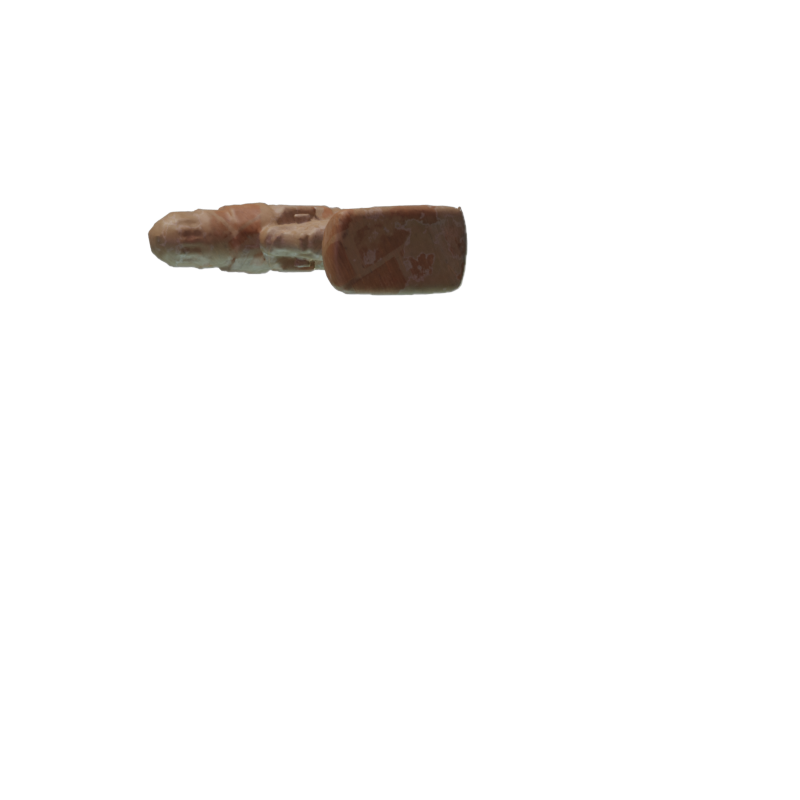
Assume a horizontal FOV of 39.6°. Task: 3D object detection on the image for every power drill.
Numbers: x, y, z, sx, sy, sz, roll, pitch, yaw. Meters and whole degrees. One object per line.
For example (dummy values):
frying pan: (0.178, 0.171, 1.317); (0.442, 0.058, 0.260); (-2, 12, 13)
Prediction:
power drill: (-0.060, -0.109, 0.760); (0.179, 0.056, 0.197); (-7, 14, -30)
